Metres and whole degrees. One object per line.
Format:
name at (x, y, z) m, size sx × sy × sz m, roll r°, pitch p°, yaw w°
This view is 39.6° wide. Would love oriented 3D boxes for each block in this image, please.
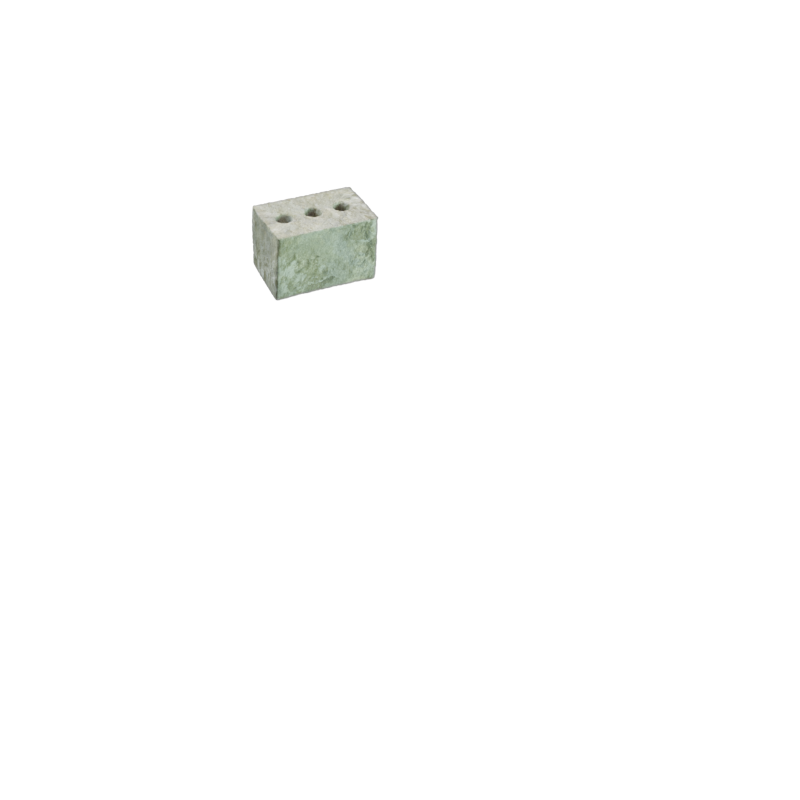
block at (-0.062, -0.113, 0.792) m, size 0.077 × 0.048 × 0.057 m, roll -15°, pitch 39°, yaw -20°
